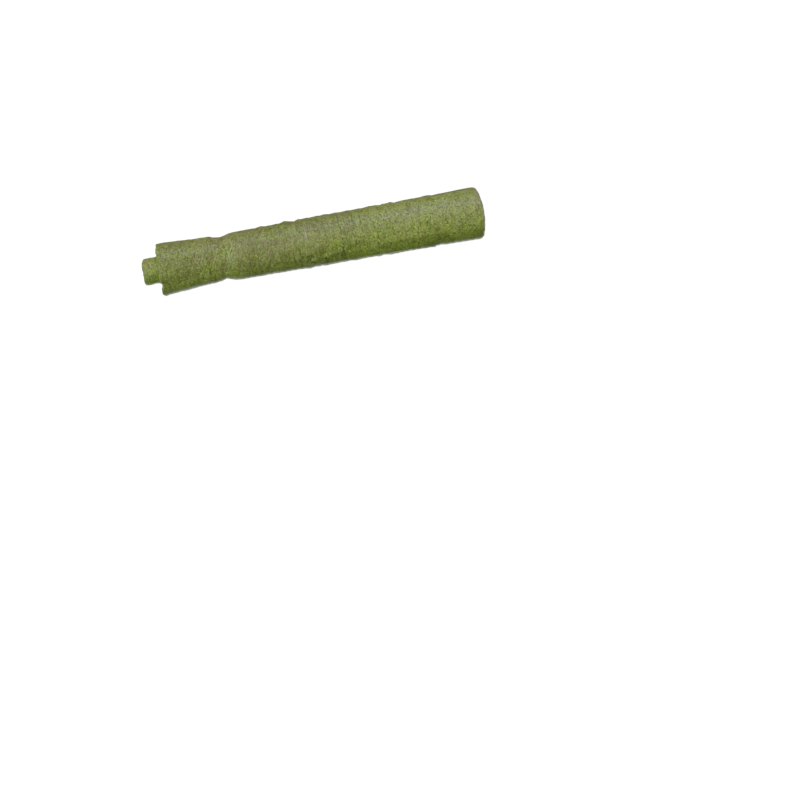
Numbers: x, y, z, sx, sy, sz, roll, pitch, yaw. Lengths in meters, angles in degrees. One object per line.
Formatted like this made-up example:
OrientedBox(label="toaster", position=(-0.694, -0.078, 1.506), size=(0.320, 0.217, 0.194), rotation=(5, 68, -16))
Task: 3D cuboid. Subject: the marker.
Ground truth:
OrientedBox(label="marker", position=(-0.031, -0.056, 0.392), size=(0.120, 0.020, 0.020), rotation=(-11, 5, -5))
